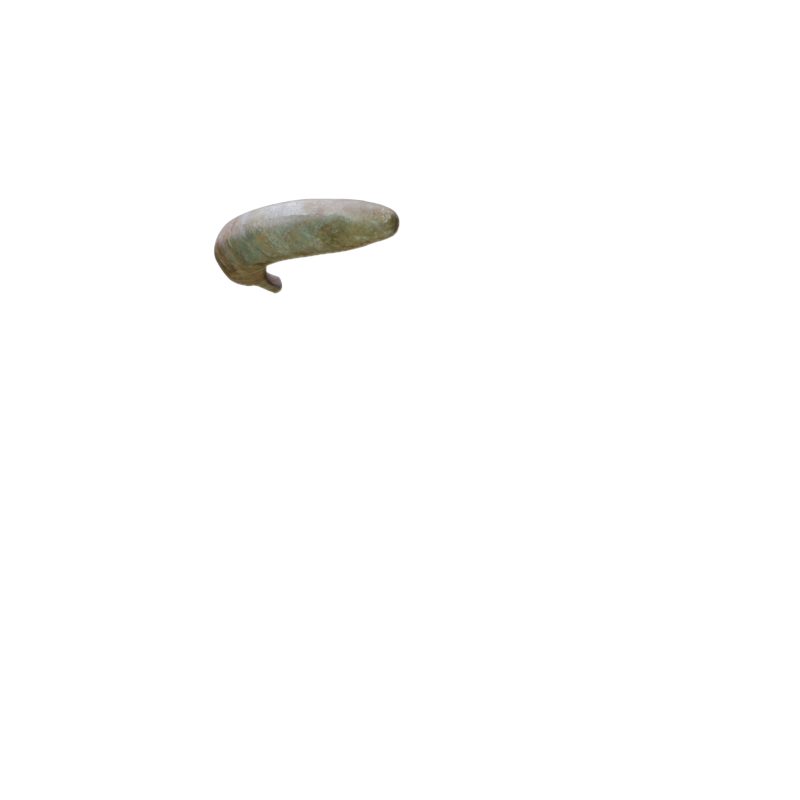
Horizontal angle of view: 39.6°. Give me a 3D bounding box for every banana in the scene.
[{"bbox_3d":[-0.073,-0.100,0.696,0.067,0.037,0.200,2,-4,-26],"label":"banana"}]
